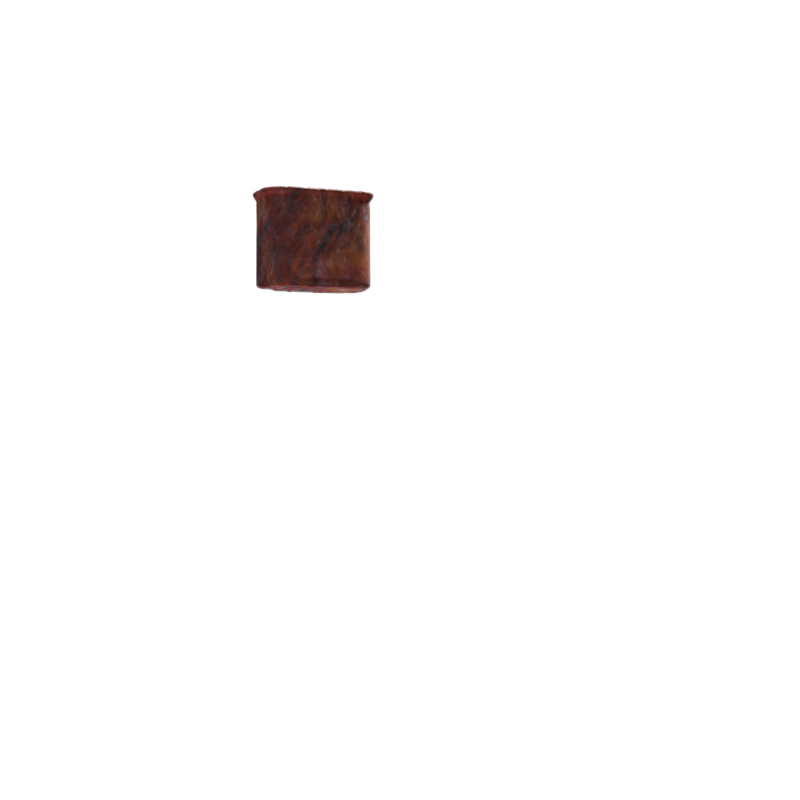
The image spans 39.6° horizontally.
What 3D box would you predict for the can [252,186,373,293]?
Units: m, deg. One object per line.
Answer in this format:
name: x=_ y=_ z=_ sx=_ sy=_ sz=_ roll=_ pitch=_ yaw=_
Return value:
can: x=-0.074 y=-0.136 z=0.950 sx=0.099 sy=0.085 sz=0.058 roll=1 pitch=-5 yaw=-24
